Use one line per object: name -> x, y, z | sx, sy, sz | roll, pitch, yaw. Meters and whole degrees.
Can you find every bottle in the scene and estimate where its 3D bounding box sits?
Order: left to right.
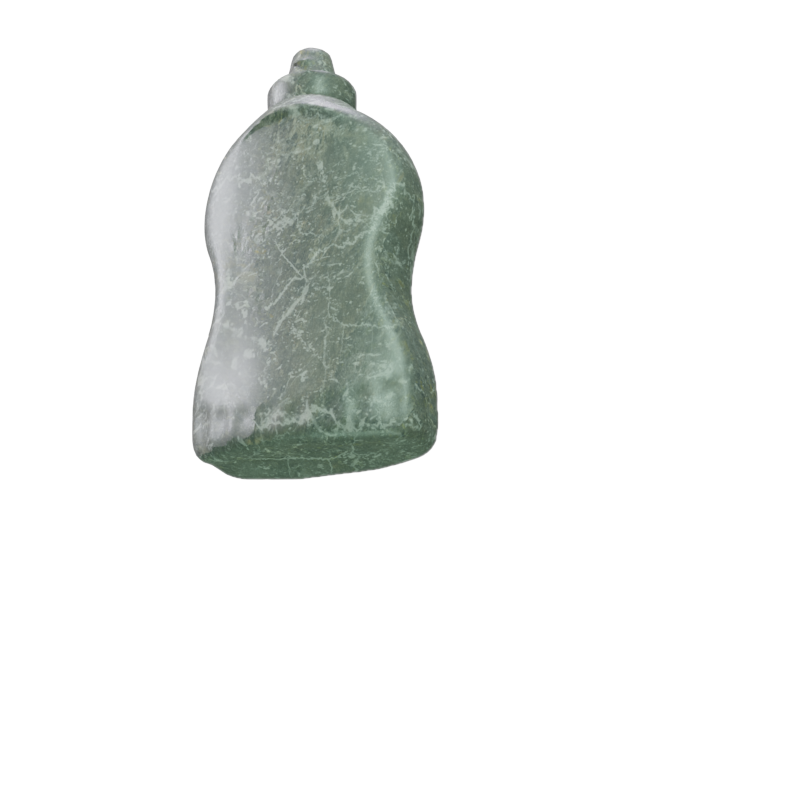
bottle -> -0.037, -0.068, 0.473 | 0.097, 0.203, 0.054 | -12, -27, 21
